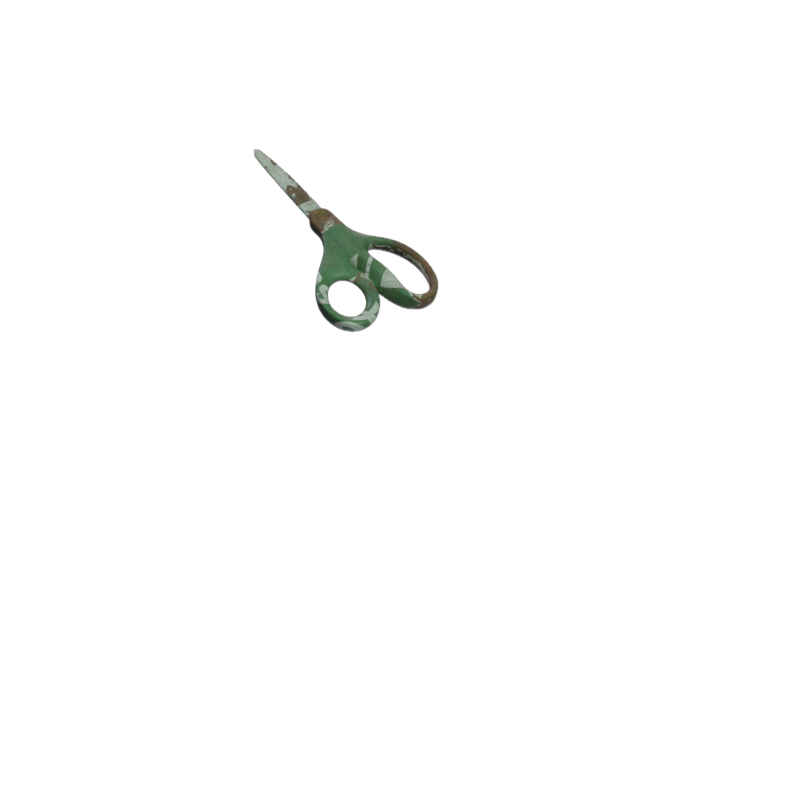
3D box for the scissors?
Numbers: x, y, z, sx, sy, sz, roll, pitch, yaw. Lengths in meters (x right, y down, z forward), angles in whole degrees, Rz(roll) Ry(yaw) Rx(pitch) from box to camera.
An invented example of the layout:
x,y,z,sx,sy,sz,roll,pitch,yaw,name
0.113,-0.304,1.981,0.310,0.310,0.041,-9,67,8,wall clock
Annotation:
x,y,z,sx,sy,sz,roll,pitch,yaw,name
-0.065,-0.118,0.827,0.213,0.015,0.098,34,58,24,scissors
